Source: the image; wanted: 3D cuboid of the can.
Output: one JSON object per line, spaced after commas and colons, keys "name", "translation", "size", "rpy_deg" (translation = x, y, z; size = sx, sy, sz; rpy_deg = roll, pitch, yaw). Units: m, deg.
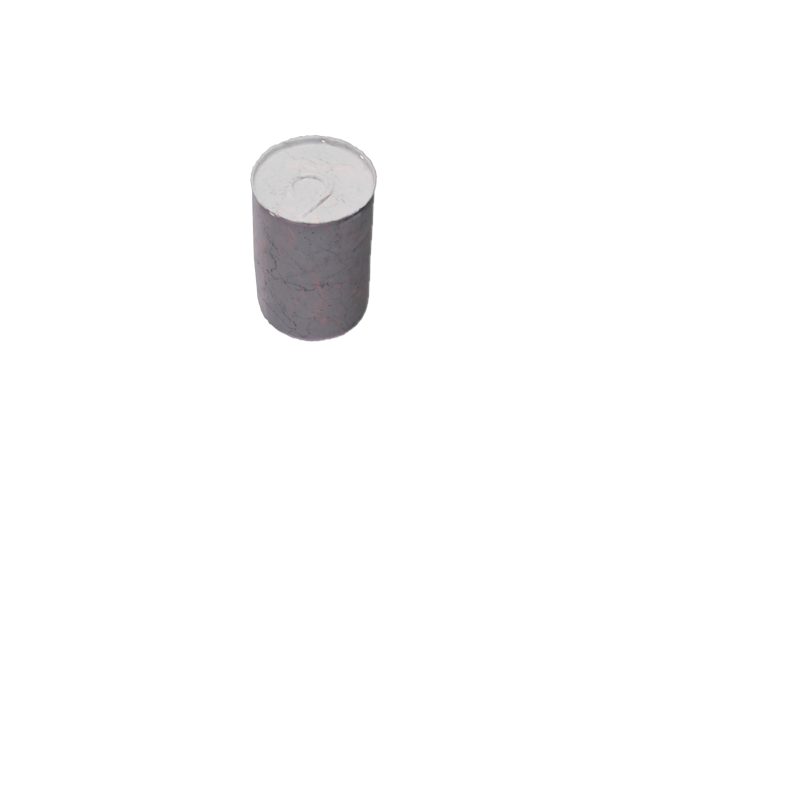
{"name": "can", "translation": [-0.049, -0.090, 0.630], "size": [0.068, 0.074, 0.095], "rpy_deg": [0, -39, -3]}
